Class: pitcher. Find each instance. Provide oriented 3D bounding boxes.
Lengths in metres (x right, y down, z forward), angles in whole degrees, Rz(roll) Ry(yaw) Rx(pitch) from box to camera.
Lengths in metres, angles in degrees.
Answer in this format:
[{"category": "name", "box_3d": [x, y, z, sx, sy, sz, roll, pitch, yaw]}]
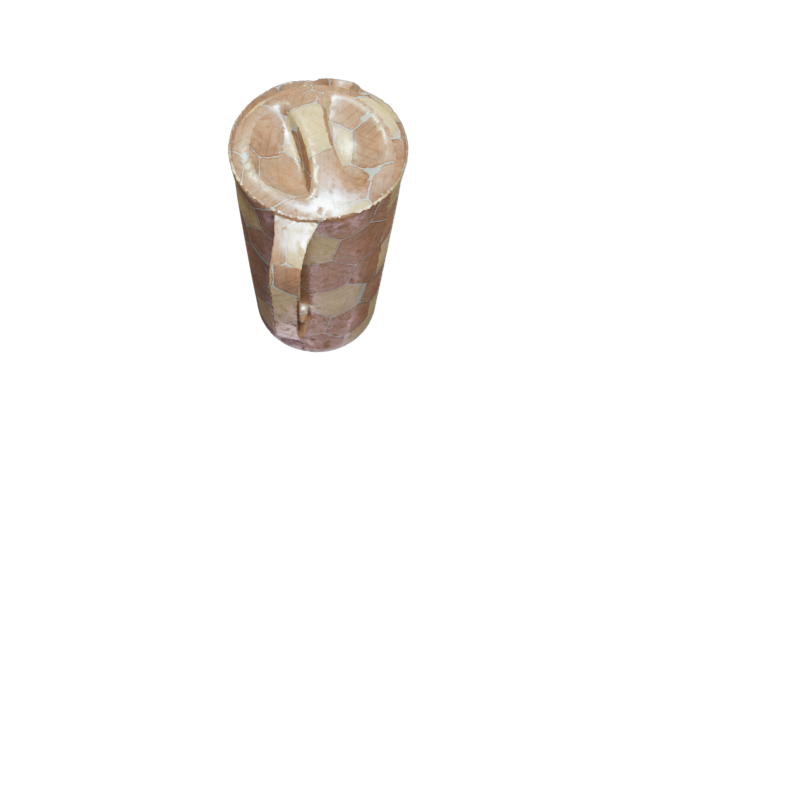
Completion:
[{"category": "pitcher", "box_3d": [-0.071, -0.130, 0.908, 0.149, 0.154, 0.228, -29, -23, -18]}]
